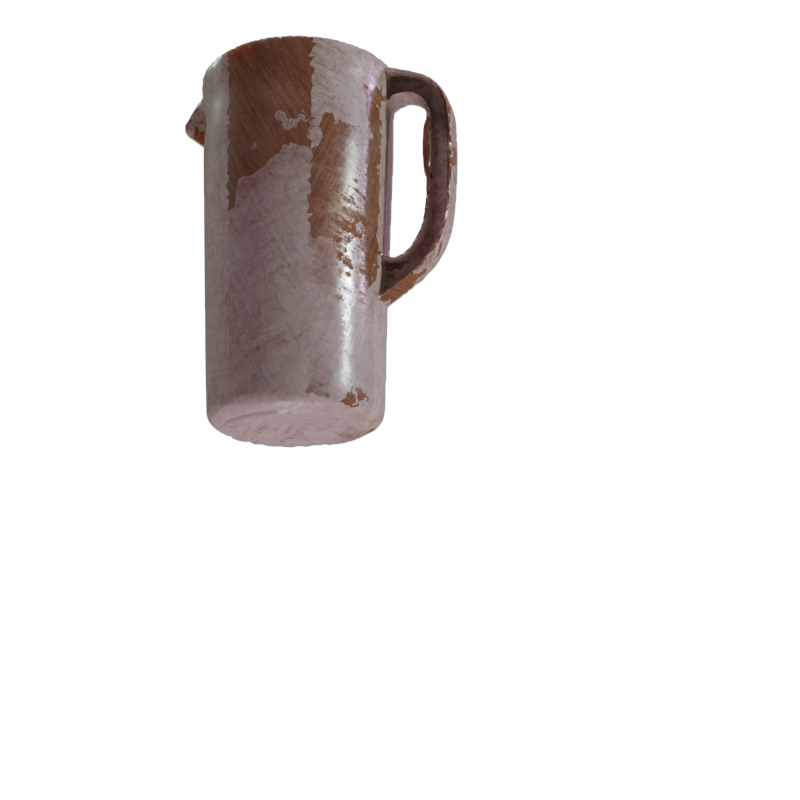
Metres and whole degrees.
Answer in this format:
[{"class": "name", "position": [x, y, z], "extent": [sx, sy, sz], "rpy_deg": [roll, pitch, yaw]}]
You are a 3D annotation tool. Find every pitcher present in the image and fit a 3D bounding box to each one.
[{"class": "pitcher", "position": [-0.055, -0.101, 0.706], "extent": [0.139, 0.255, 0.148], "rpy_deg": [9, -23, -27]}]
